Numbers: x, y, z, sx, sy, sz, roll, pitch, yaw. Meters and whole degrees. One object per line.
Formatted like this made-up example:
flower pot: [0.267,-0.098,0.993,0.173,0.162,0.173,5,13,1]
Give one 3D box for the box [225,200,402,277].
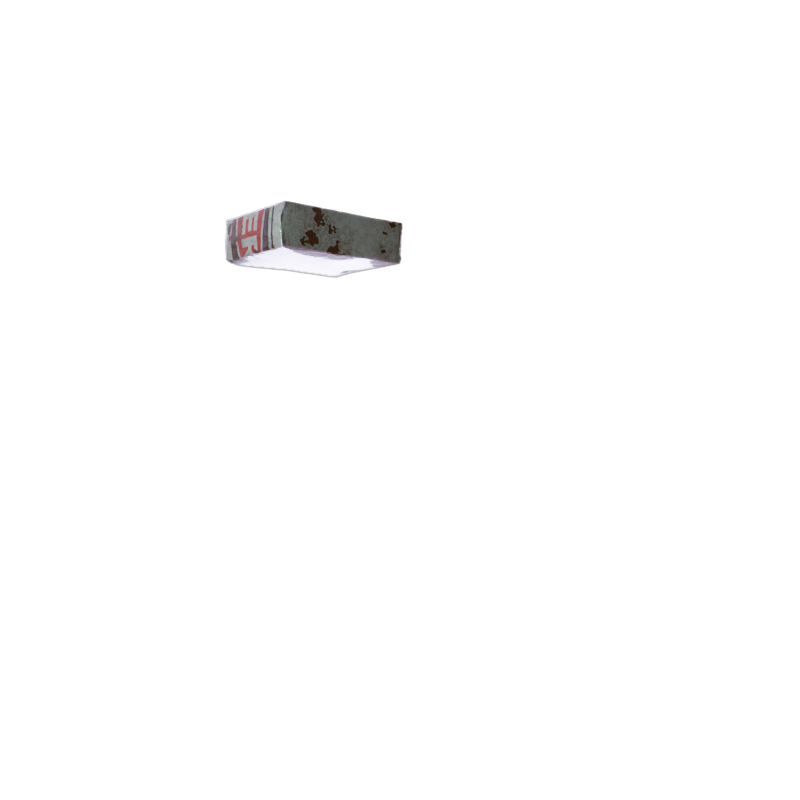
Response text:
box: [-0.068,-0.125,0.872,0.109,0.040,0.092,3,-5,-36]
